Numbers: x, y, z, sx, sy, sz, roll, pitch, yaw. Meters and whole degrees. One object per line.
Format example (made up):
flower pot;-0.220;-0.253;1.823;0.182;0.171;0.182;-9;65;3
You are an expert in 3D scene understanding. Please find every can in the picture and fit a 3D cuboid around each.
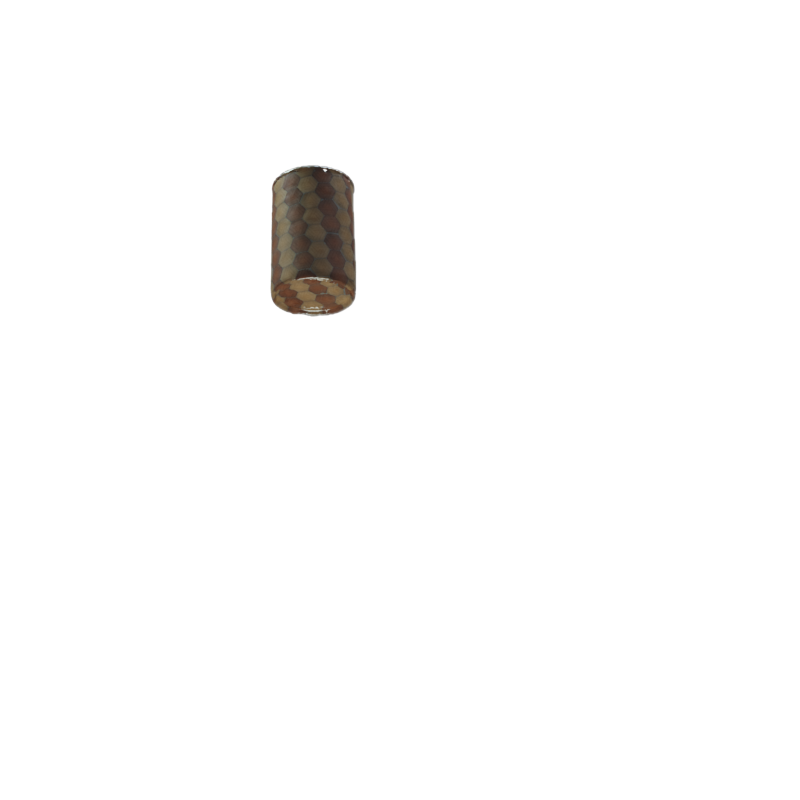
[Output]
can;-0.069;-0.126;0.882;0.068;0.109;0.065;0;-28;-2
